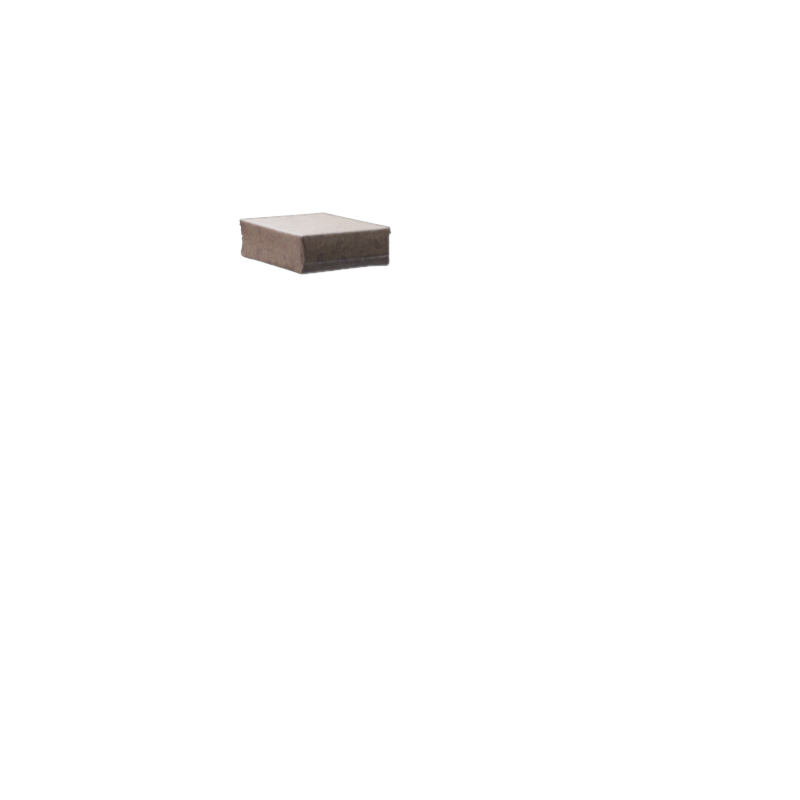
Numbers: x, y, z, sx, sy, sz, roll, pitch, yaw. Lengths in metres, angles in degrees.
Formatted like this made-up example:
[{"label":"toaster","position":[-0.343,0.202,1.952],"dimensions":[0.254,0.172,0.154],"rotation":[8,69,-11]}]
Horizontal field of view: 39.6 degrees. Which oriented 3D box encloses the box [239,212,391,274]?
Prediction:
[{"label":"box","position":[-0.076,-0.138,0.967],"dimensions":[0.087,0.038,0.120],"rotation":[-9,16,-33]}]
